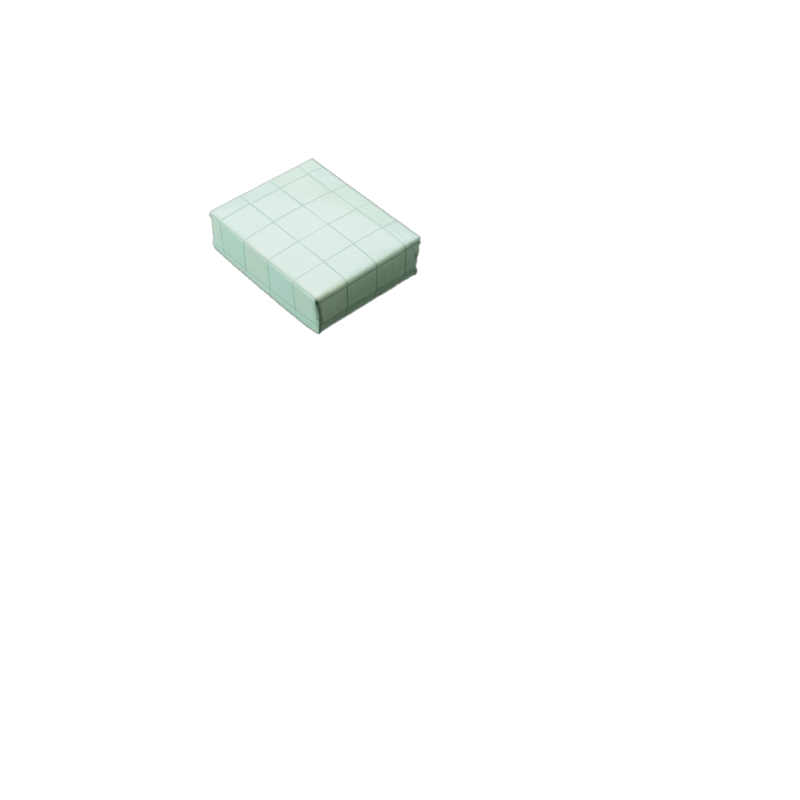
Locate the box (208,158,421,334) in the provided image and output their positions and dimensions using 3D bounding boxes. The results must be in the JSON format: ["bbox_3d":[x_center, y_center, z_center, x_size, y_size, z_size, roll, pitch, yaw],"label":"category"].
[{"bbox_3d":[-0.057,-0.104,0.729,0.090,0.036,0.121,-33,56,-26],"label":"box"}]
